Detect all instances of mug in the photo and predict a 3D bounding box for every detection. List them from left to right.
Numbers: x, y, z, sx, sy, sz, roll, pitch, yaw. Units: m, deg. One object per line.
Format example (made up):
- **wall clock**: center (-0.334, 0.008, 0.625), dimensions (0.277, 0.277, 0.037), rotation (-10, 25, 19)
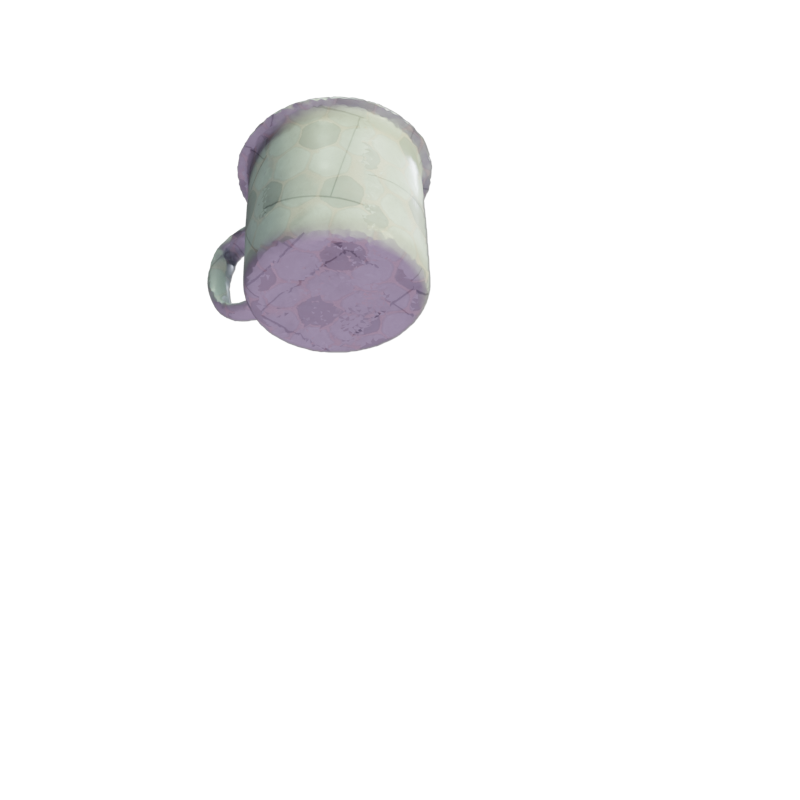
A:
- **mug**: center (-0.040, -0.072, 0.507), dimensions (0.118, 0.087, 0.086), rotation (-21, -45, 21)
